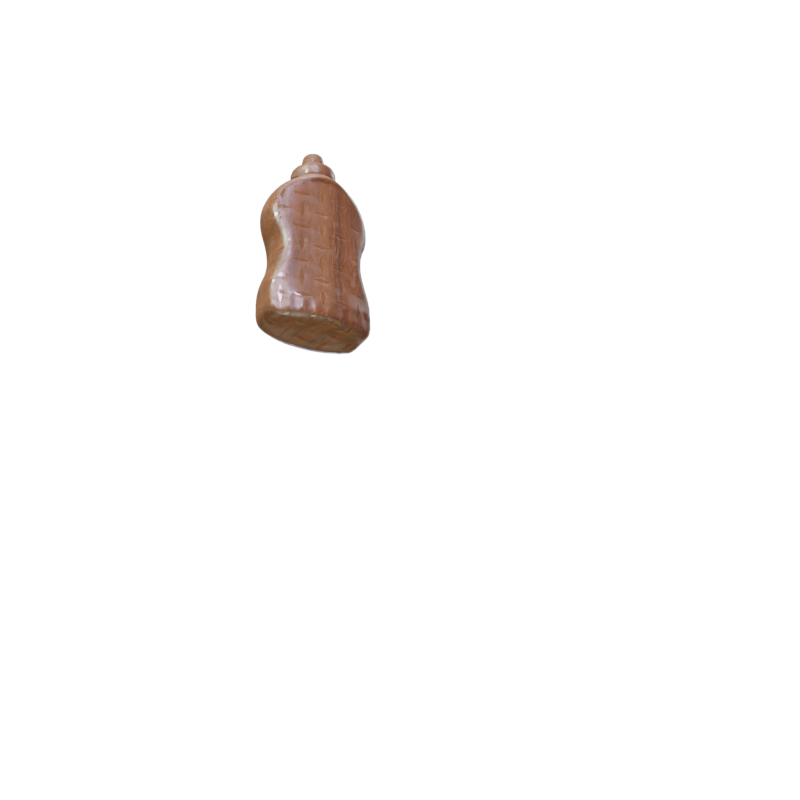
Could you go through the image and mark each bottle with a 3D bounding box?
[{"bbox_3d":[-0.076,-0.138,0.970,0.092,0.205,0.057,14,-37,-23],"label":"bottle"}]
